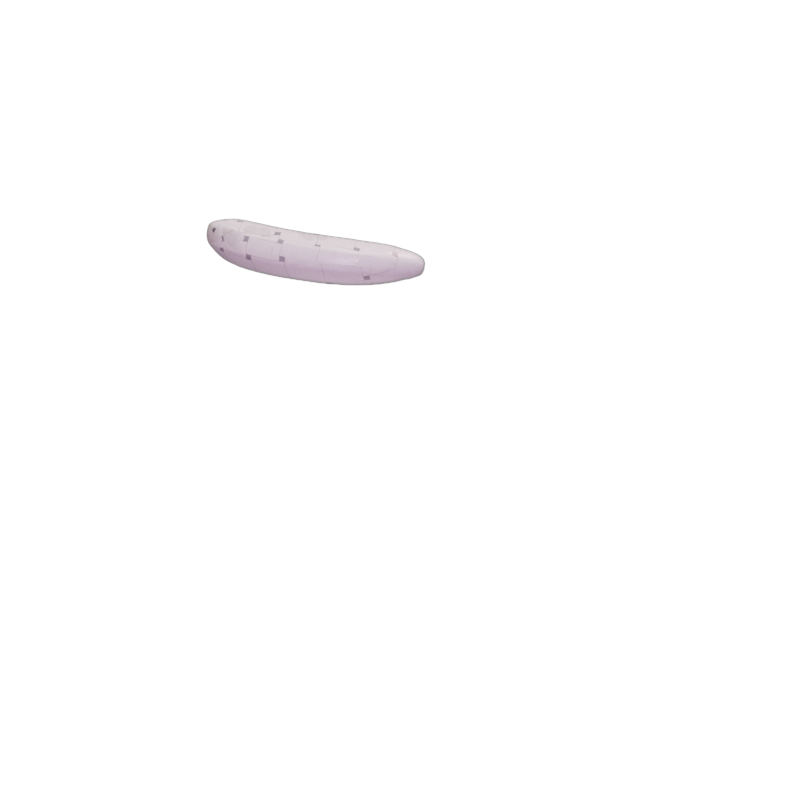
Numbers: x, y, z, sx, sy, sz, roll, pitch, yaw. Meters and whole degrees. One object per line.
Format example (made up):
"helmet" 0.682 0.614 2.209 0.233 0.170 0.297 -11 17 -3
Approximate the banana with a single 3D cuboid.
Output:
"banana" -0.081 -0.120 0.876 0.207 0.035 0.070 15 31 26
